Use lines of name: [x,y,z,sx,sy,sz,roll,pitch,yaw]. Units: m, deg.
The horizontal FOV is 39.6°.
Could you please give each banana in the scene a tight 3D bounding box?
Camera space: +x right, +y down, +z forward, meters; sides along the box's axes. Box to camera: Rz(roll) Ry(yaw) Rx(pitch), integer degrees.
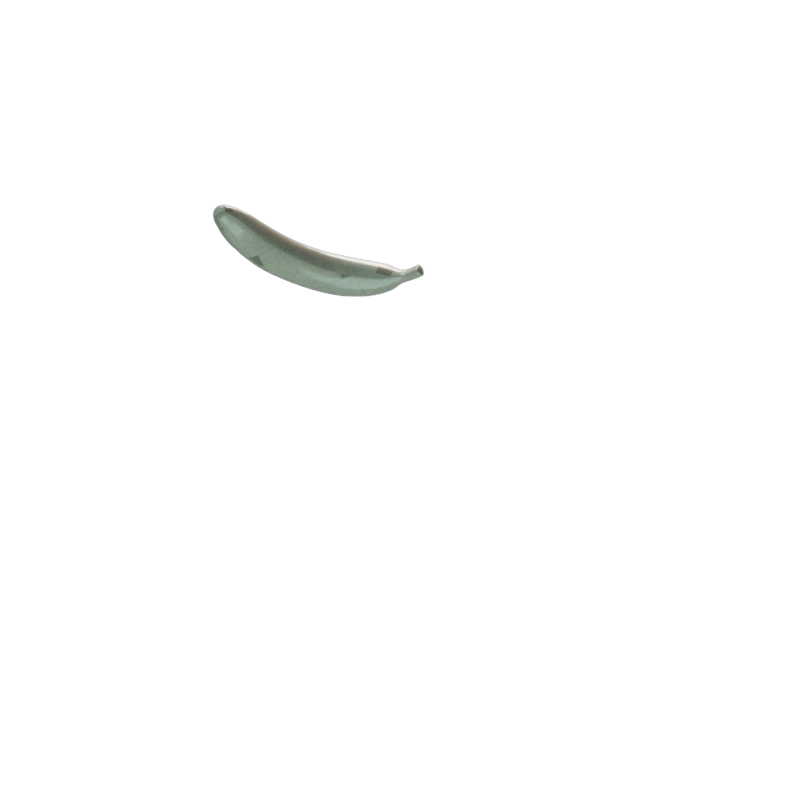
banana: [-0.081,-0.130,1.000,0.192,0.039,0.067,14,-42,-16]
